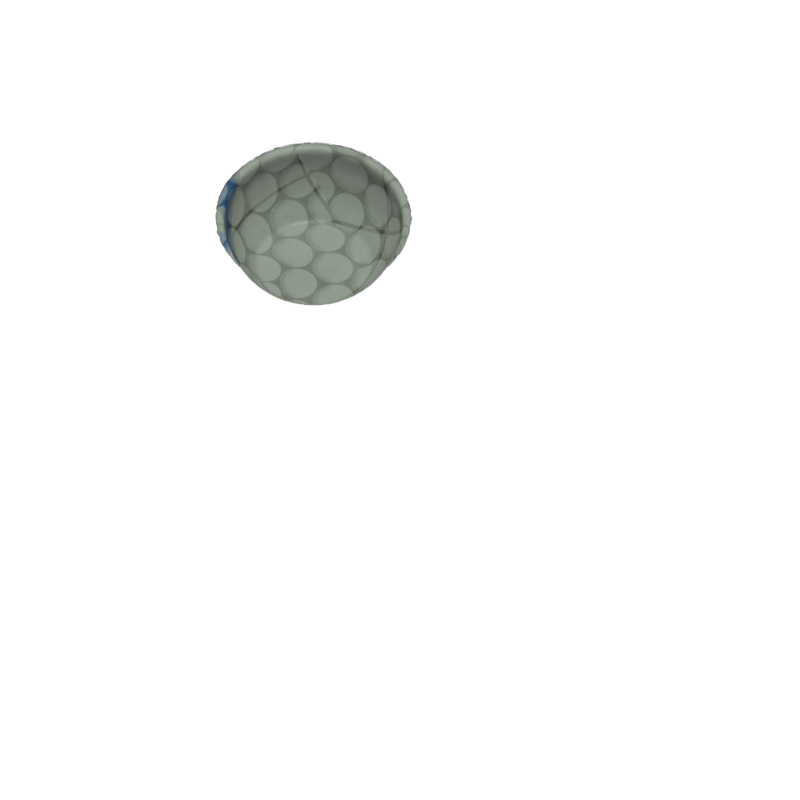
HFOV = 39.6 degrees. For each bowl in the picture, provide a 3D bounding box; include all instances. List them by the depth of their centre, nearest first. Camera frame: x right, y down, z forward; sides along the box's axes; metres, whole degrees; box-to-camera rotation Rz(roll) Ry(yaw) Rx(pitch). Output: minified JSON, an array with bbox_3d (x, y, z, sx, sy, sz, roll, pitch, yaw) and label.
[{"bbox_3d":[-0.070,-0.128,0.896,0.162,0.151,0.059,1,45,-1],"label":"bowl"}]
